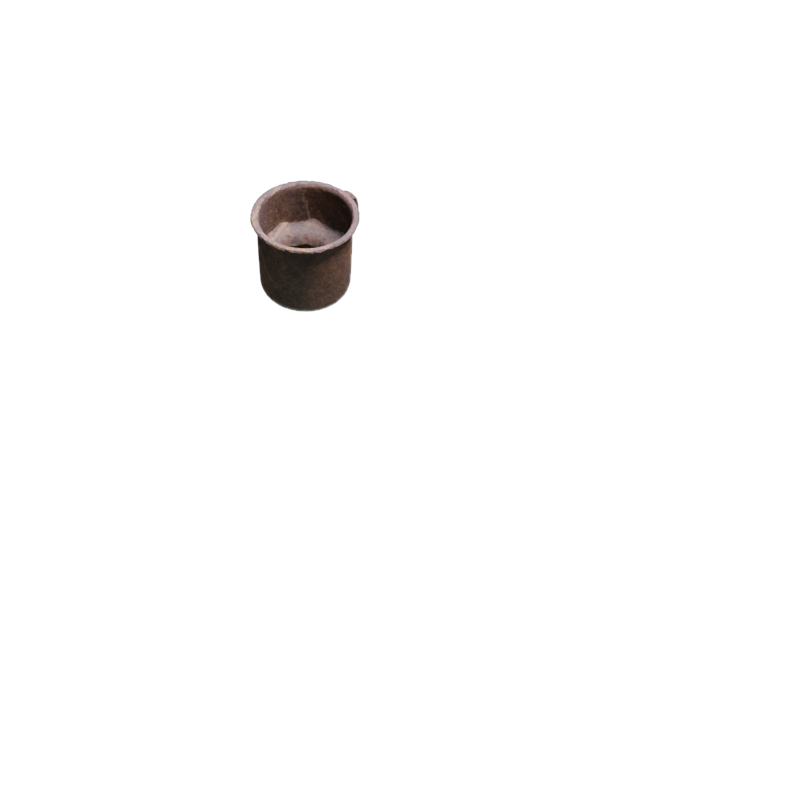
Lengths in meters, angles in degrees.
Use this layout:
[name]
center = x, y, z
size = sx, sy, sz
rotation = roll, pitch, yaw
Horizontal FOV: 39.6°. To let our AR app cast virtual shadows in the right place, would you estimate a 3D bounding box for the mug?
[mug]
center = -0.077, -0.140, 0.978
size = 0.098, 0.076, 0.120
rotation = 27, 52, 22
